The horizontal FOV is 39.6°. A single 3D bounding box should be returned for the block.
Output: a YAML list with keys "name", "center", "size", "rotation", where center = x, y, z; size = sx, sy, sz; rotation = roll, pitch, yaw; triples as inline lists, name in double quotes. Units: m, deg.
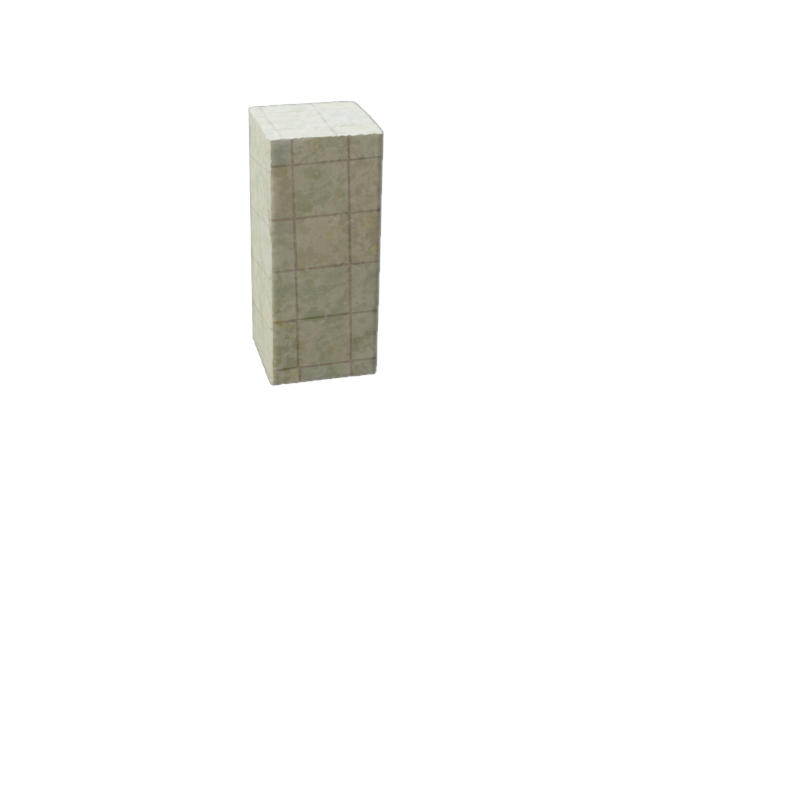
- name: "block"
  center: [-0.070, -0.128, 0.892]
  size: [0.089, 0.195, 0.096]
  rotation: [-5, 27, -15]
